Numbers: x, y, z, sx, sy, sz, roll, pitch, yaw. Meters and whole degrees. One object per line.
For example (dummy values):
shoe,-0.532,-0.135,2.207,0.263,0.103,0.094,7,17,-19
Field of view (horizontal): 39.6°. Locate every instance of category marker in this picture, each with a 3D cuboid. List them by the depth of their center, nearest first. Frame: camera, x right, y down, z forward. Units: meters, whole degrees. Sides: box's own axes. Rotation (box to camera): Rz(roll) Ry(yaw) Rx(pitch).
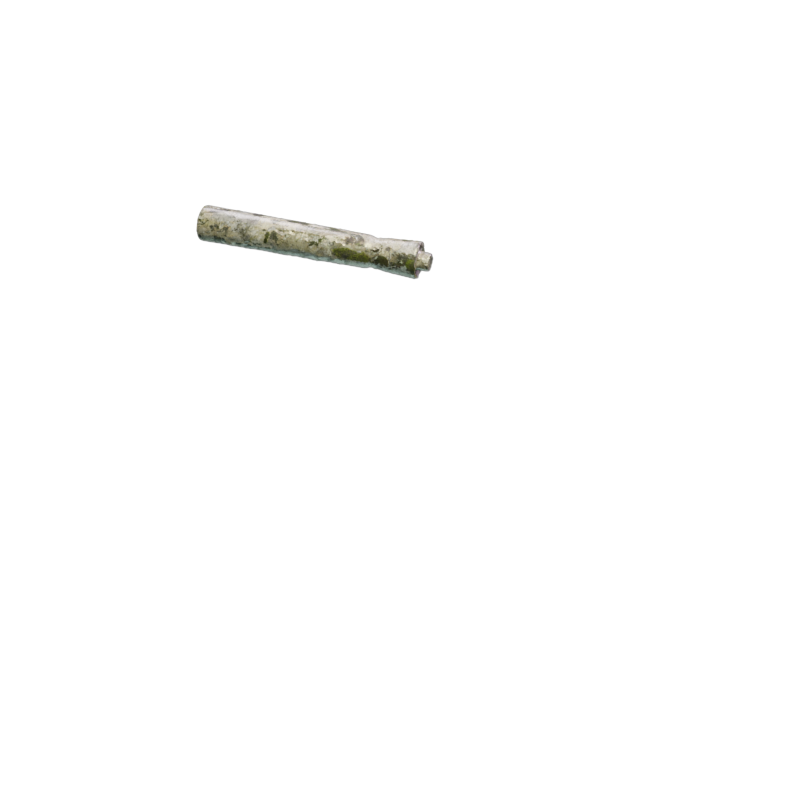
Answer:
marker,-0.043,-0.079,0.554,0.125,0.020,0.019,12,7,17
